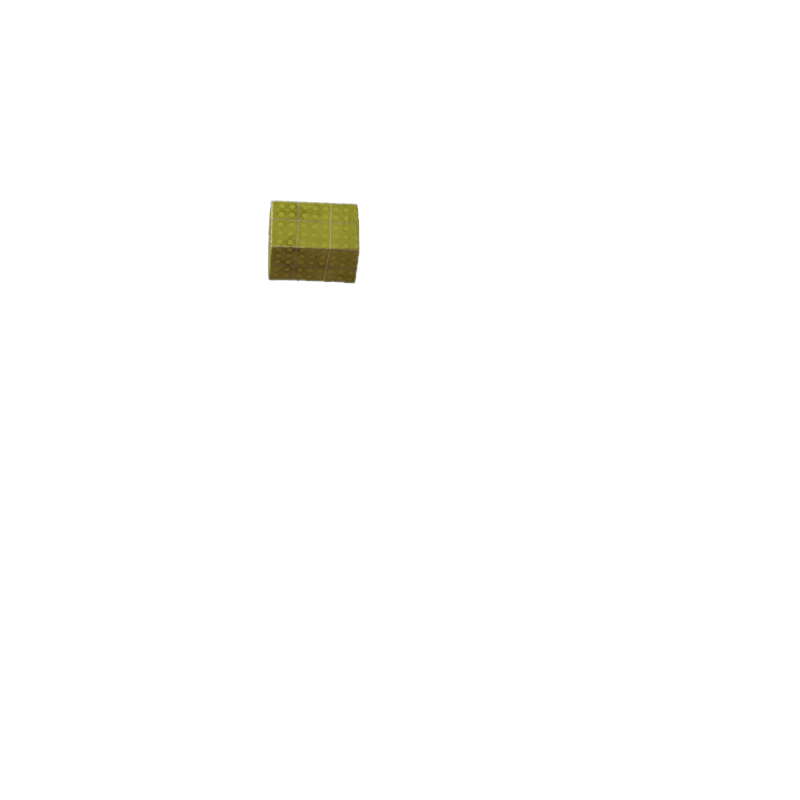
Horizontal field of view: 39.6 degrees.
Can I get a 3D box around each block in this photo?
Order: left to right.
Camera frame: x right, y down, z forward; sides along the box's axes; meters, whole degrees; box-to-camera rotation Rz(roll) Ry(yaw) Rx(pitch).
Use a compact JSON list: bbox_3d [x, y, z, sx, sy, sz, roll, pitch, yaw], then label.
[{"bbox_3d":[-0.075,-0.138,0.964,0.077,0.055,0.050,2,-33,-5],"label":"block"}]
